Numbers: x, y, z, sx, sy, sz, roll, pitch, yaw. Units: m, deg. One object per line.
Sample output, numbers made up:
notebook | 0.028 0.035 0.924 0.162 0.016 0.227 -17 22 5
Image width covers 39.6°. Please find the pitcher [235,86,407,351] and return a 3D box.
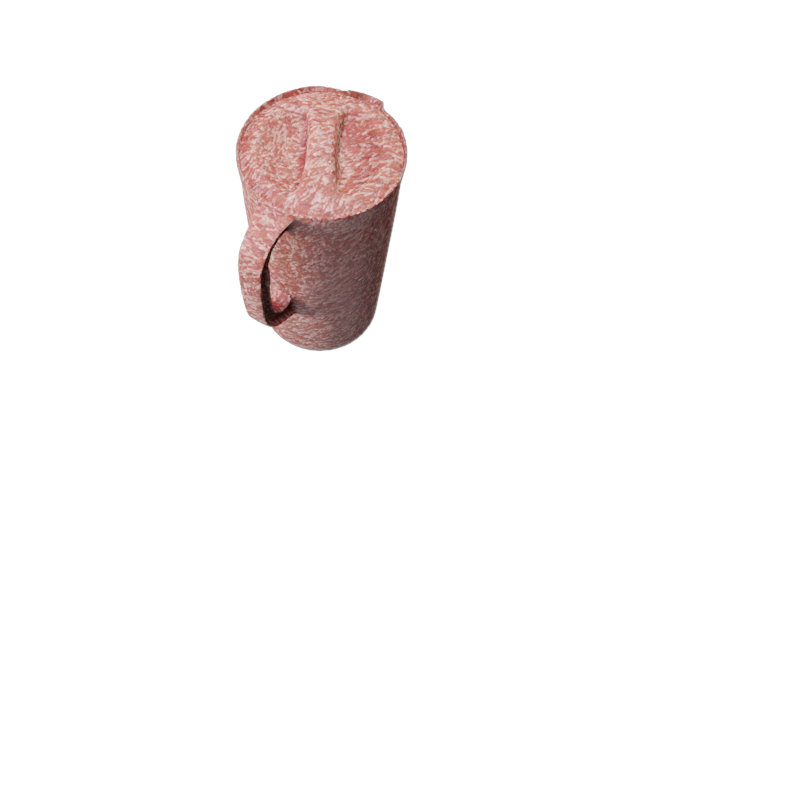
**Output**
pitcher | -0.074 -0.135 0.948 0.148 0.155 0.228 -12 -28 -10
